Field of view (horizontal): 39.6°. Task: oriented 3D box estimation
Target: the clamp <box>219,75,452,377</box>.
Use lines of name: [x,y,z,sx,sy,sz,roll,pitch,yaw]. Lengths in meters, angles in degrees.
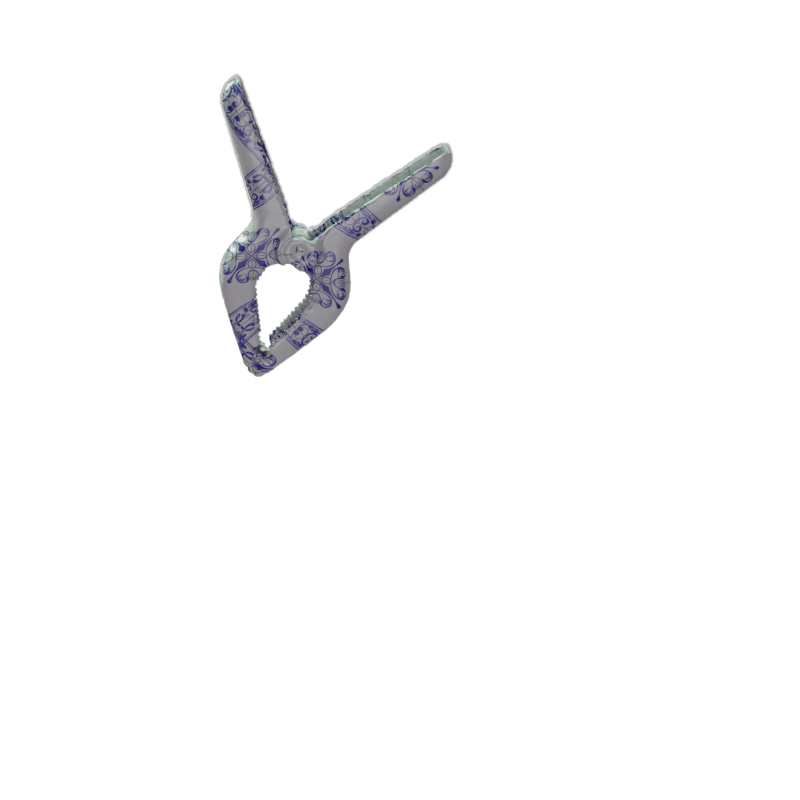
clamp: [-0.062,-0.112,0.786,0.163,0.203,0.038,12,18,-4]
